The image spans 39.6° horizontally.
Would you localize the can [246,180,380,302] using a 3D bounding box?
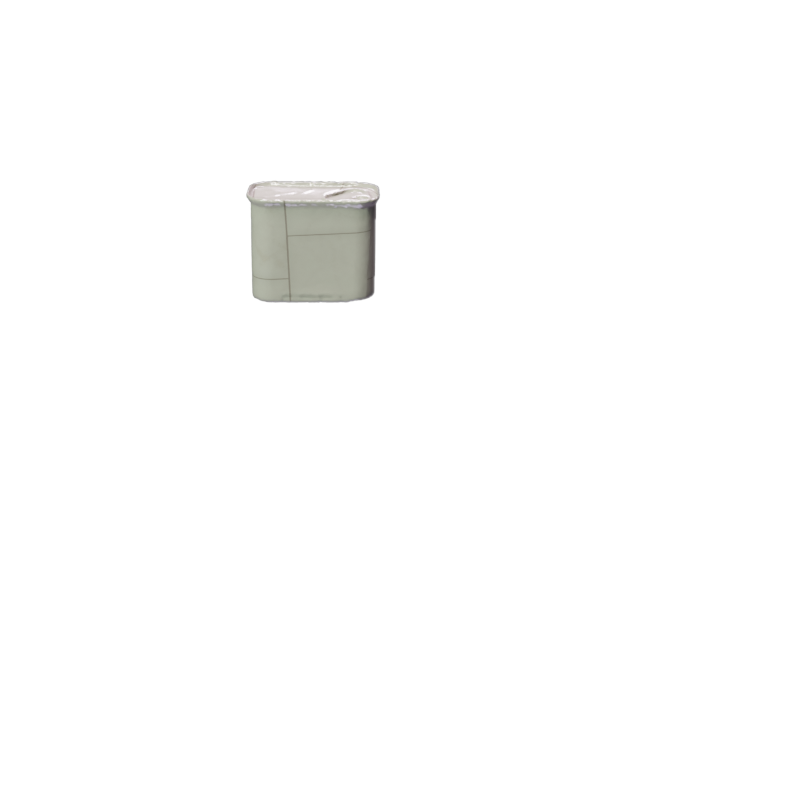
[{"bbox_3d":[-0.068,-0.123,0.864,0.102,0.080,0.060,1,21,0],"label":"can"}]
